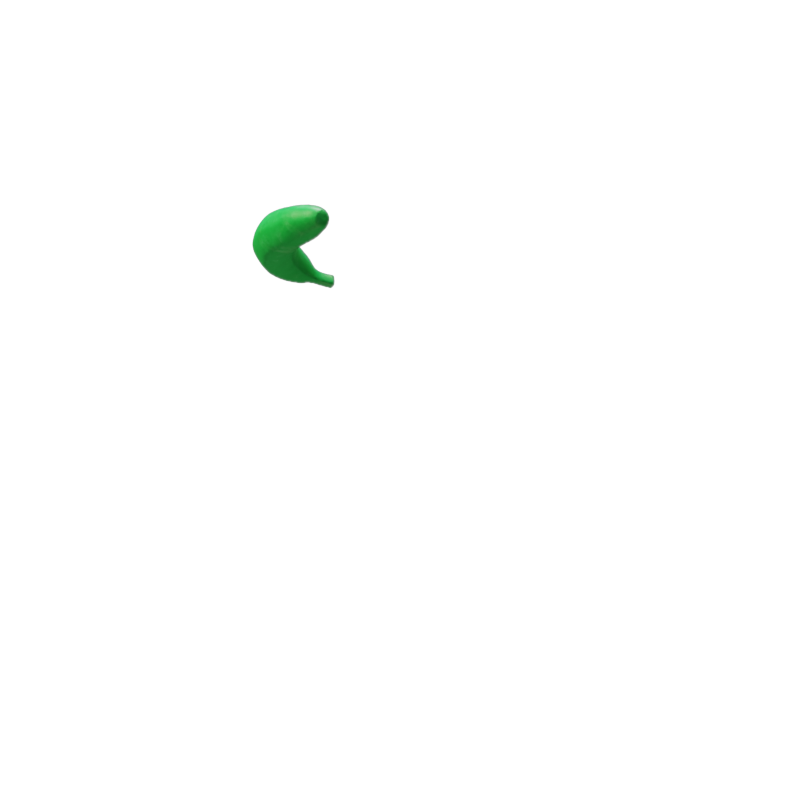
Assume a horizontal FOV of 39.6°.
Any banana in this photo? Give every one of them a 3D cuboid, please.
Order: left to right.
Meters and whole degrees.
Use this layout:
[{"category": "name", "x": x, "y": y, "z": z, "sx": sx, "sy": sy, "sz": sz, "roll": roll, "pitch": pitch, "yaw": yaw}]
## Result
[{"category": "banana", "x": -0.092, "y": -0.134, "z": 0.947, "sx": 0.070, "sy": 0.038, "sz": 0.192, "roll": 0, "pitch": -8, "yaw": -1}]
